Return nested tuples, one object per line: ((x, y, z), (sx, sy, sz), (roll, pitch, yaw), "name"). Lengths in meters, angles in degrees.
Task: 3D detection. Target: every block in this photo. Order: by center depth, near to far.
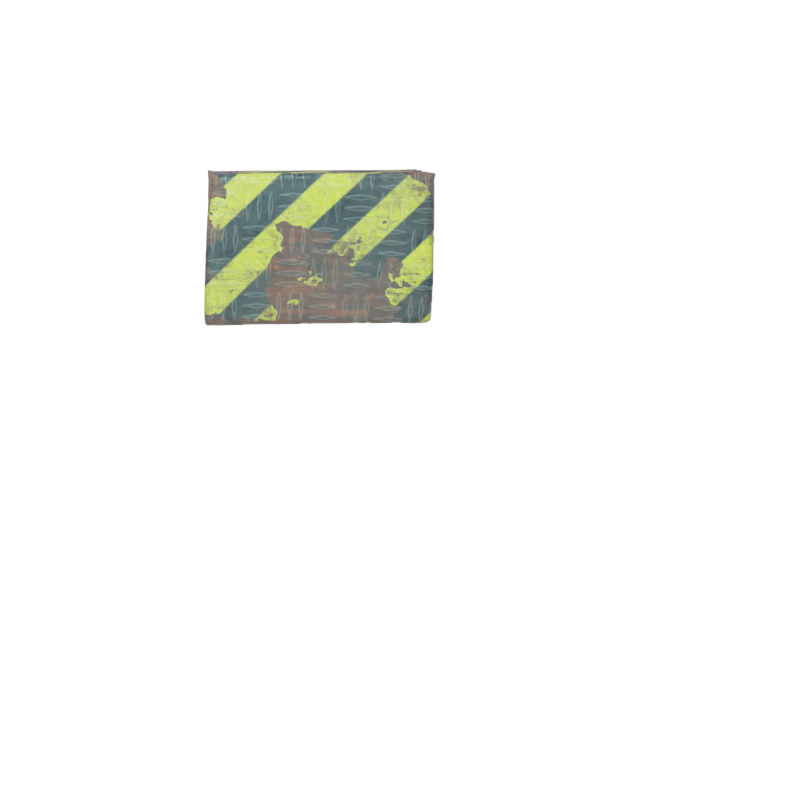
((-0.031, -0.056, 0.394), (0.077, 0.050, 0.054), (-1, 10, -7), "block")
